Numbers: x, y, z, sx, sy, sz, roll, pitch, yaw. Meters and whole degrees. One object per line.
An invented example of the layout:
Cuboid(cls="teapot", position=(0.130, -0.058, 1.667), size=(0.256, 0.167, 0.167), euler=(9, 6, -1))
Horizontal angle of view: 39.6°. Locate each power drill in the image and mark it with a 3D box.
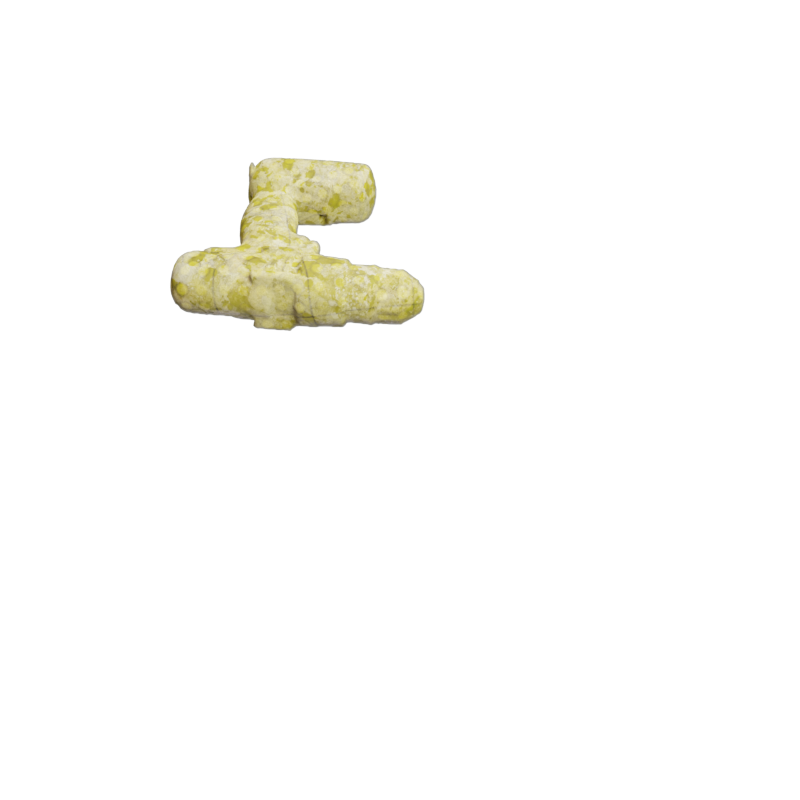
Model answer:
Cuboid(cls="power drill", position=(-0.067, -0.122, 0.856), size=(0.187, 0.054, 0.198), euler=(5, 35, 7))
